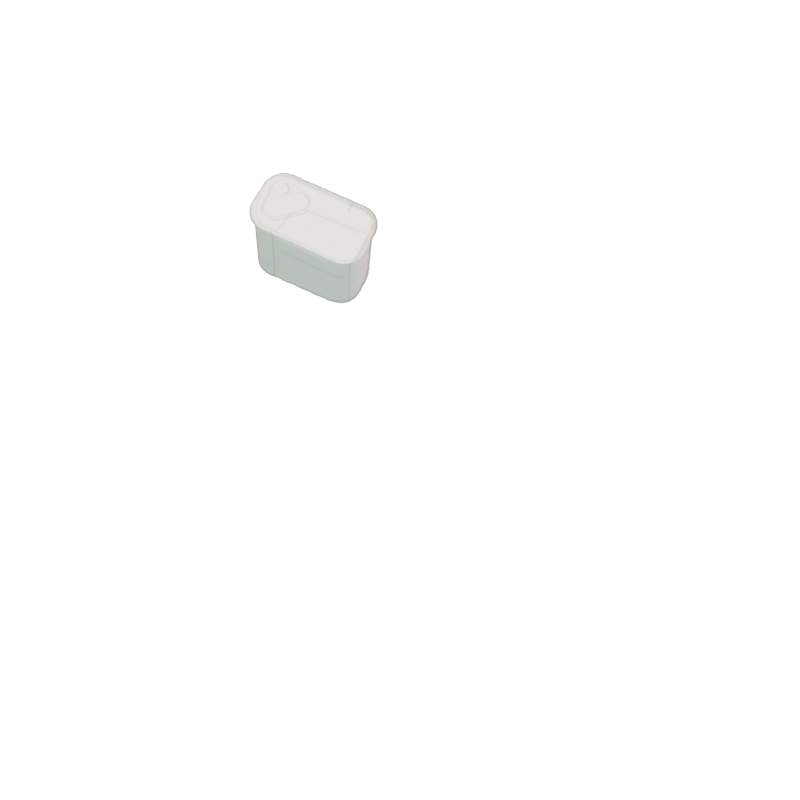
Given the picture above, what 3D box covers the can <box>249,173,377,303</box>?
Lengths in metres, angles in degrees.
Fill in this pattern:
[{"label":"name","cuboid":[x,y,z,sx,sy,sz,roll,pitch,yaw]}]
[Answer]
[{"label":"can","cuboid":[-0.073,-0.133,0.929,0.105,0.059,0.079,25,-23,10]}]
